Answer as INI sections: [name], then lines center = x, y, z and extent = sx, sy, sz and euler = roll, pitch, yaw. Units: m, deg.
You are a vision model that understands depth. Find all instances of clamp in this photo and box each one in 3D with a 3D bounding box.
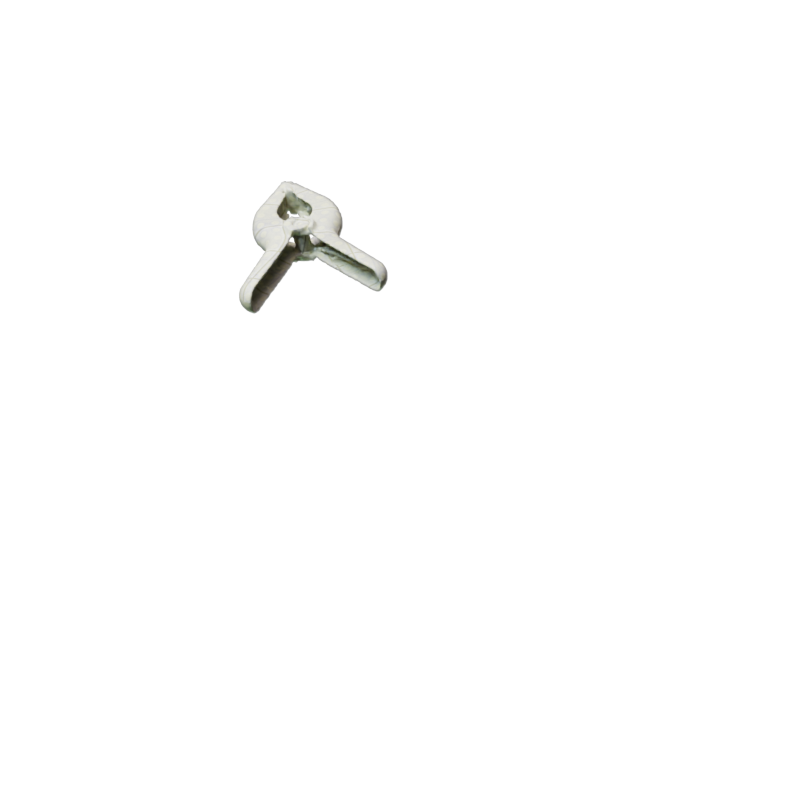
[clamp]
center = -0.074, -0.136, 0.950
extent = 0.120, 0.037, 0.184
euler = -2, 41, -2
